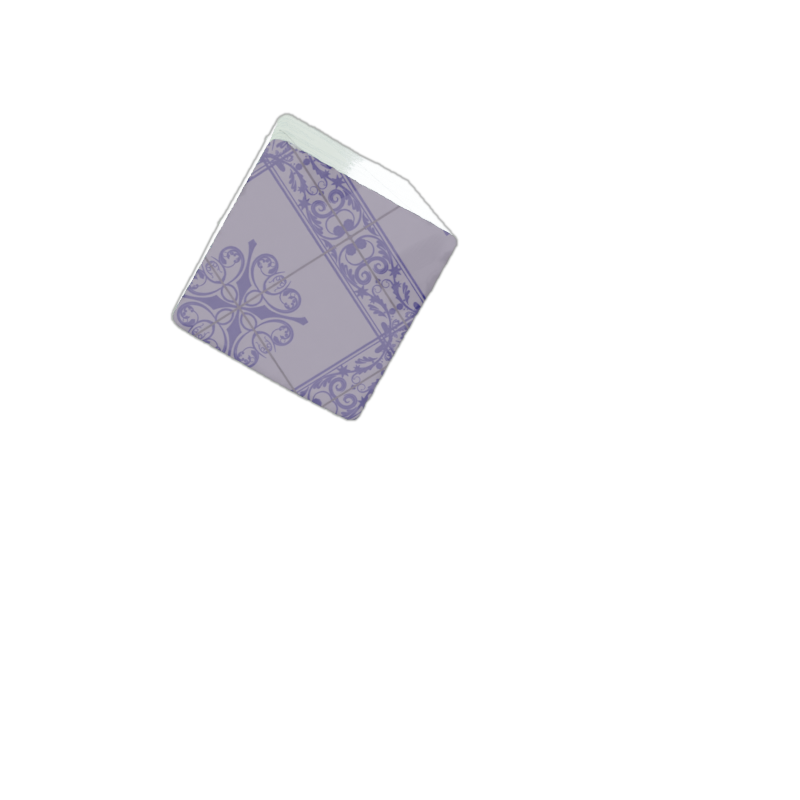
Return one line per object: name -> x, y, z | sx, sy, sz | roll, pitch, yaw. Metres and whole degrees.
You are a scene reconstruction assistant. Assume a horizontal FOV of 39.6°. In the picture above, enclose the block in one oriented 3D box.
block -> -0.044, -0.079, 0.550 | 0.088, 0.089, 0.213 | 28, 12, -11
